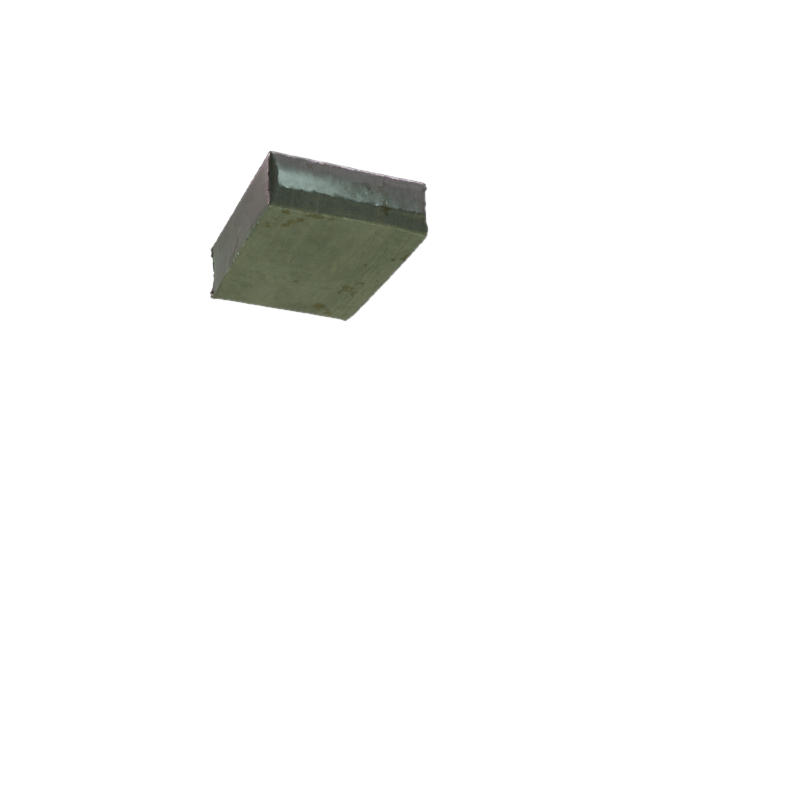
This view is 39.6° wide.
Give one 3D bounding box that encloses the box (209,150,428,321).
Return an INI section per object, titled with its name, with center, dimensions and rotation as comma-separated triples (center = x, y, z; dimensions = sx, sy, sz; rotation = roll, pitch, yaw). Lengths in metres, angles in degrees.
[box]
center = -0.048, -0.088, 0.614
dimensions = 0.087, 0.041, 0.110
rotation = 11, -28, -21
